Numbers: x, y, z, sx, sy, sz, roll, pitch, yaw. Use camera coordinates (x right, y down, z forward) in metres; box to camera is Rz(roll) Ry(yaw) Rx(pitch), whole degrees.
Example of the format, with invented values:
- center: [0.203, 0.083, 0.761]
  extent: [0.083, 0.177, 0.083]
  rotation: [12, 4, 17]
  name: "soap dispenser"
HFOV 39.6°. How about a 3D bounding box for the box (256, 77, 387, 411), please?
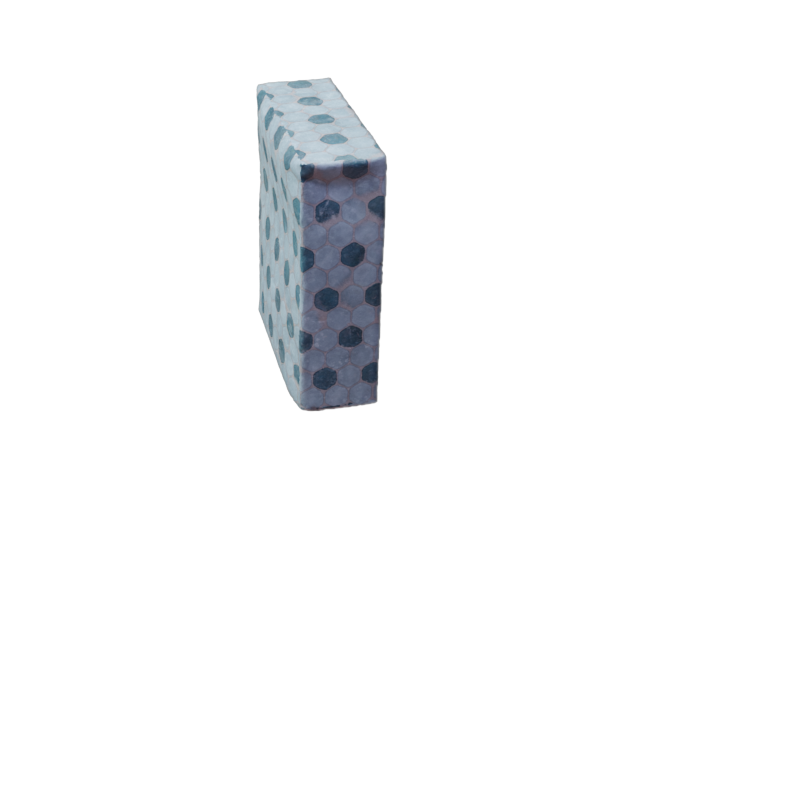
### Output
- center: [-0.068, -0.125, 0.874]
  extent: [0.071, 0.201, 0.177]
  rotation: [-7, 33, -15]
  name: "box"
